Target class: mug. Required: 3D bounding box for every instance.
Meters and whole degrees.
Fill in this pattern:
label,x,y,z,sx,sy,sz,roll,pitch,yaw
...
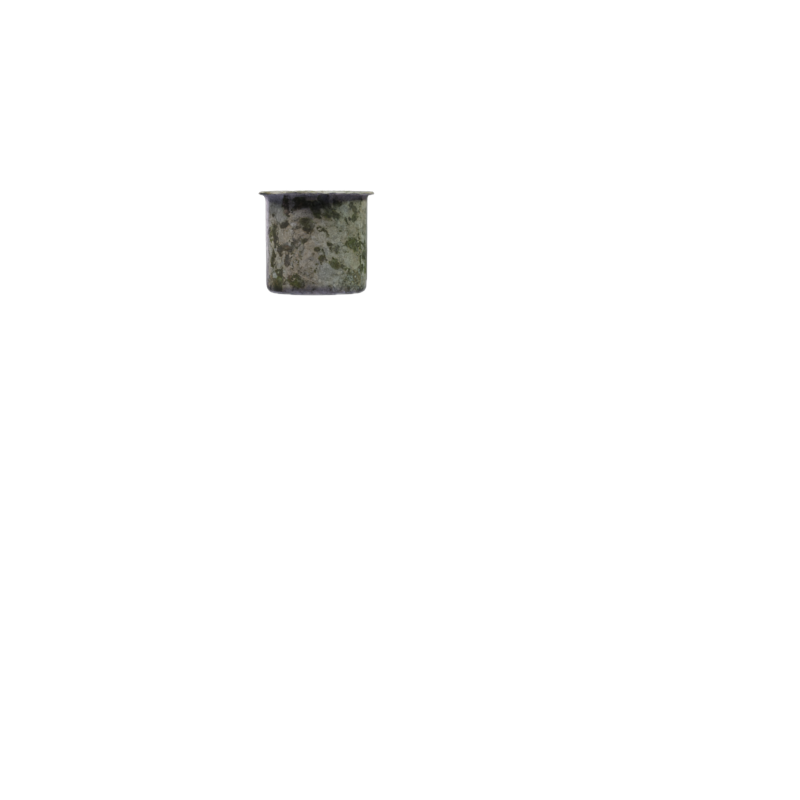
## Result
label,x,y,z,sx,sy,sz,roll,pitch,yaw
mug,-0.071,-0.129,0.904,0.091,0.081,0.121,-2,7,-15
